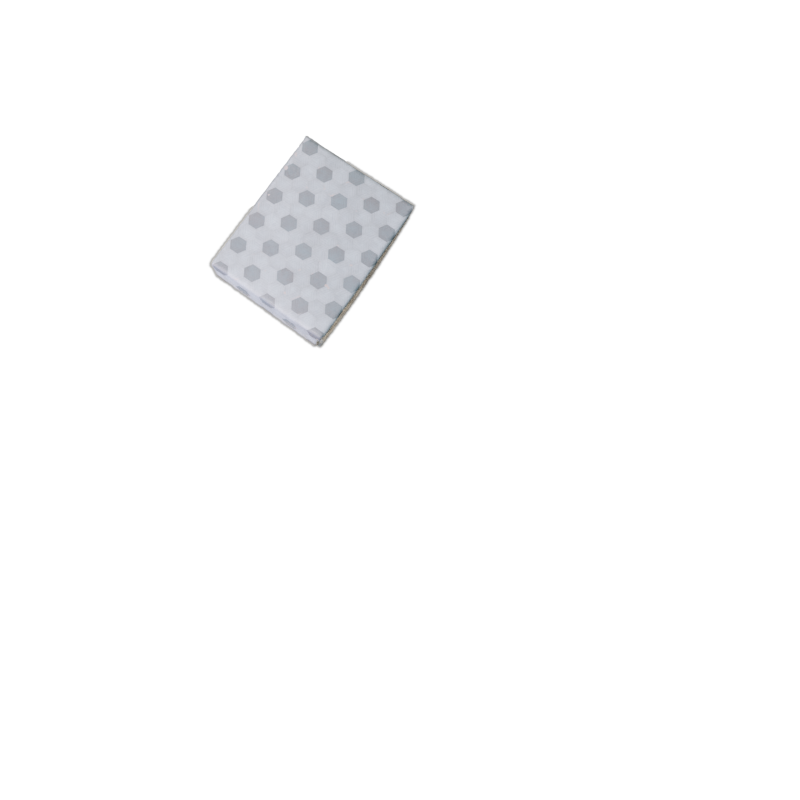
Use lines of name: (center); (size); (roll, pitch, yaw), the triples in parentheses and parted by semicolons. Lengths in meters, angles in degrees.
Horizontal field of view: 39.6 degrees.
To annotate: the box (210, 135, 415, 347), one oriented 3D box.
box: (-0.058, -0.106, 0.745); (0.092, 0.115, 0.037); (33, -13, 8)
